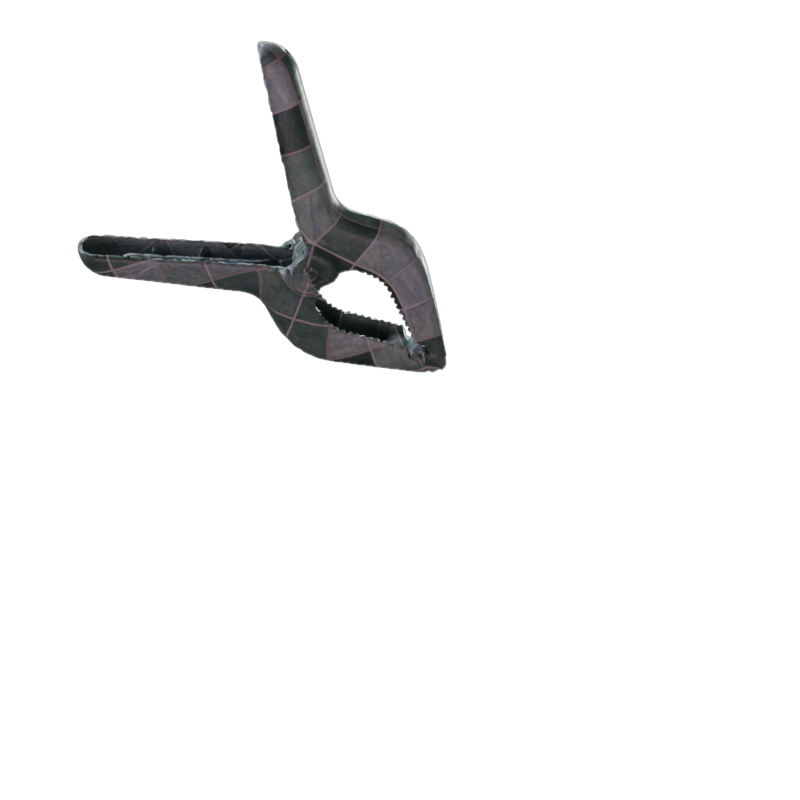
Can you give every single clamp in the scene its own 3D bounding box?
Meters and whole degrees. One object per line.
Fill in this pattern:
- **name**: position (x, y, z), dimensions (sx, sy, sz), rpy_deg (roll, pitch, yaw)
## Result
- **clamp**: position (-0.047, -0.087, 0.606), dimensions (0.202, 0.161, 0.039), rpy_deg (31, 28, -18)
